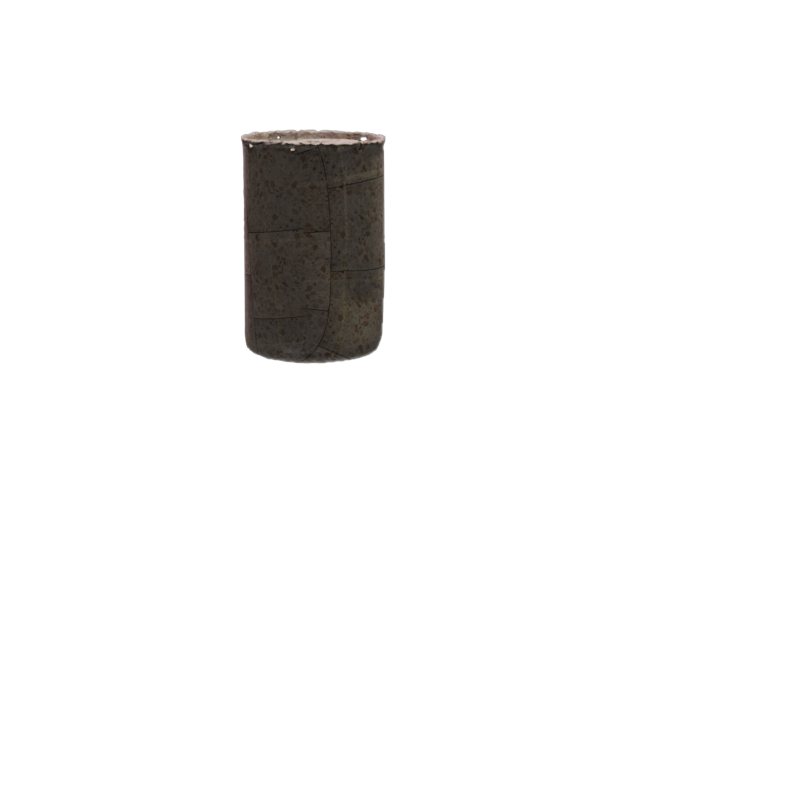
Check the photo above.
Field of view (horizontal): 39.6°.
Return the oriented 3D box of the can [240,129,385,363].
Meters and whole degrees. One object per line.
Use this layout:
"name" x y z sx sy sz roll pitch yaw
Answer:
"can" -0.041 -0.076 0.530 0.068 0.099 0.071 0 13 -2
